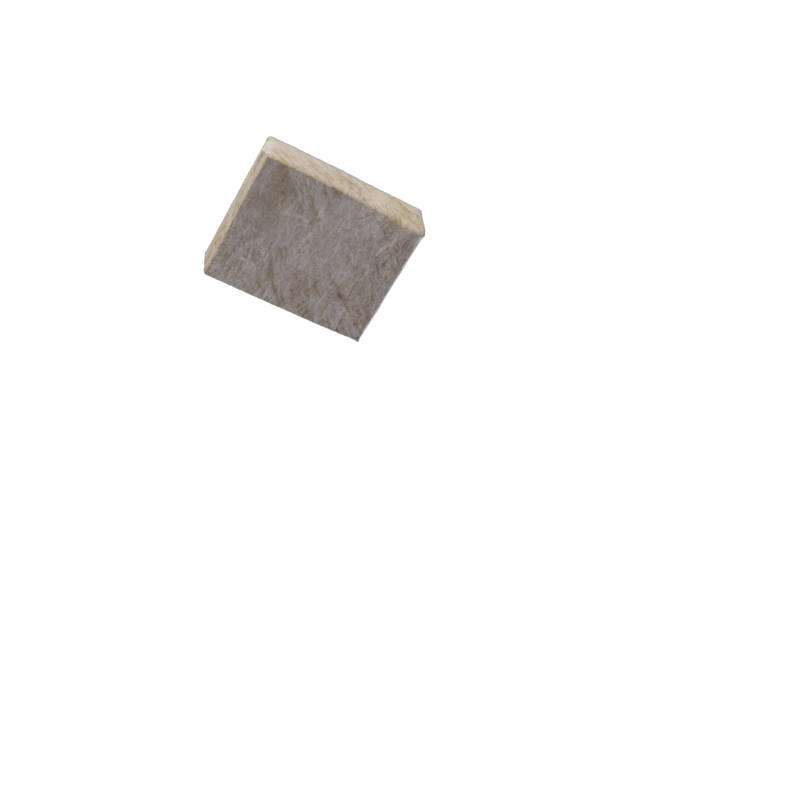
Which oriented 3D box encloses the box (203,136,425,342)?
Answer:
[{"bbox_3d":[-0.054,-0.099,0.691,0.110,0.087,0.041,26,24,-13],"label":"box"}]
